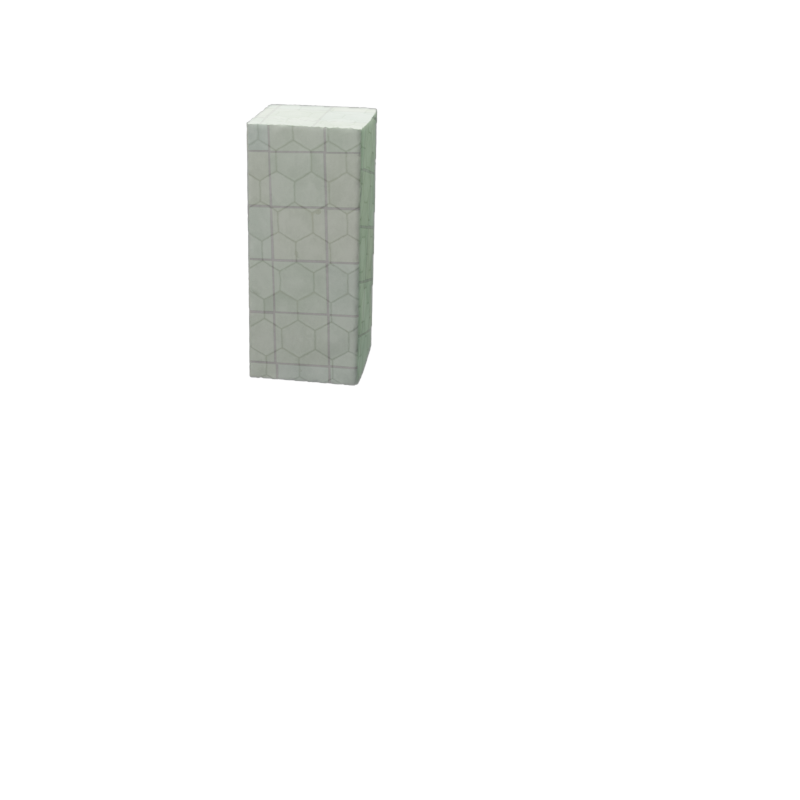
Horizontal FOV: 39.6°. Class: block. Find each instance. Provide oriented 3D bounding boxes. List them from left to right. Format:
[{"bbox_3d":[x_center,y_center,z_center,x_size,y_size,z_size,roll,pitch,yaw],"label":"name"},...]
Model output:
[{"bbox_3d":[-0.069,-0.127,0.890,0.092,0.198,0.093,4,19,8],"label":"block"}]
